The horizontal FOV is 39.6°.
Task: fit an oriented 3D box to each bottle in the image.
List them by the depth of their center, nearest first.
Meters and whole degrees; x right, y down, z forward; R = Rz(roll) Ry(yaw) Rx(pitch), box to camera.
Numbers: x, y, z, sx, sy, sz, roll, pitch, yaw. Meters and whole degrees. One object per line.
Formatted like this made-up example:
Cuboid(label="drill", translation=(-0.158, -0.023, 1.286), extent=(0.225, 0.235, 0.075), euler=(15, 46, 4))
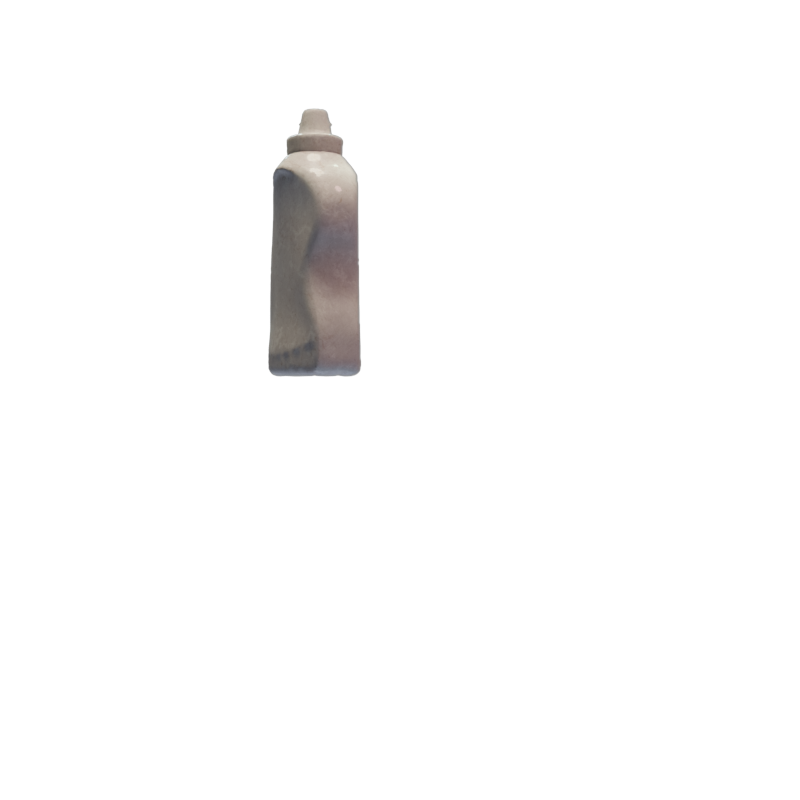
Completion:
Cuboid(label="bottle", translation=(-0.062, -0.113, 0.795), extent=(0.057, 0.195, 0.097), euler=(2, -6, -22))
